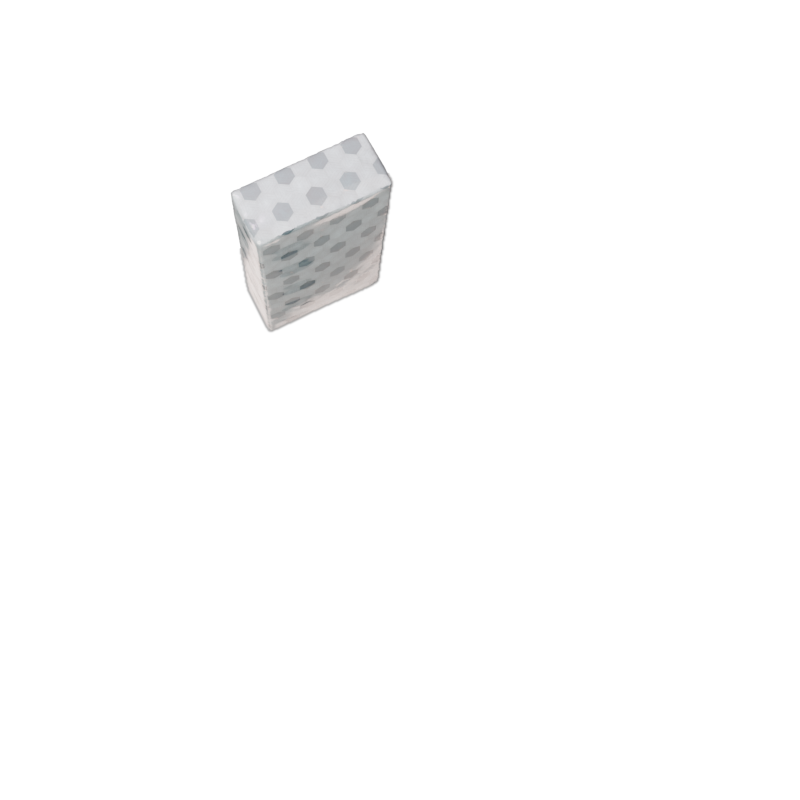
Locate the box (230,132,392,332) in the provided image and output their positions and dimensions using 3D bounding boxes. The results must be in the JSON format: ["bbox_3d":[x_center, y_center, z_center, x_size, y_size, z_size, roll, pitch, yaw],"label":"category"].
[{"bbox_3d":[-0.058,-0.105,0.738,0.093,0.050,0.170,-26,-9,-9],"label":"box"}]
